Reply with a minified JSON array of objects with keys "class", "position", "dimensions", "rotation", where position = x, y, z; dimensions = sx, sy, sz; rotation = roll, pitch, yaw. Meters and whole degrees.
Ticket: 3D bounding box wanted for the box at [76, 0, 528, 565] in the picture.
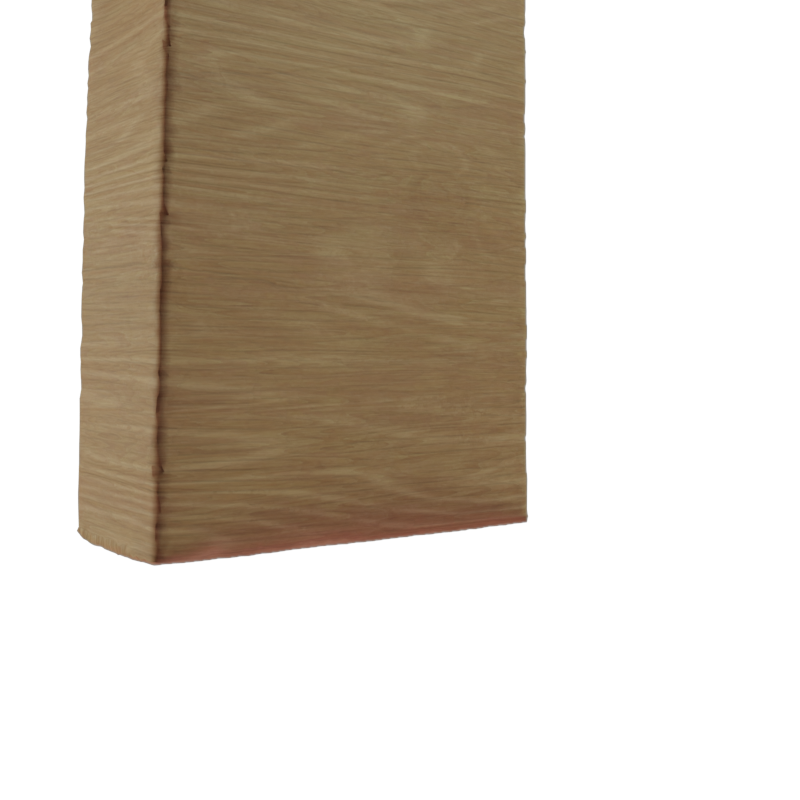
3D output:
[{"class":"box","position":[-0.032,-0.059,0.412],"dimensions":[0.157,0.217,0.074],"rotation":[2,-5,-37]}]
